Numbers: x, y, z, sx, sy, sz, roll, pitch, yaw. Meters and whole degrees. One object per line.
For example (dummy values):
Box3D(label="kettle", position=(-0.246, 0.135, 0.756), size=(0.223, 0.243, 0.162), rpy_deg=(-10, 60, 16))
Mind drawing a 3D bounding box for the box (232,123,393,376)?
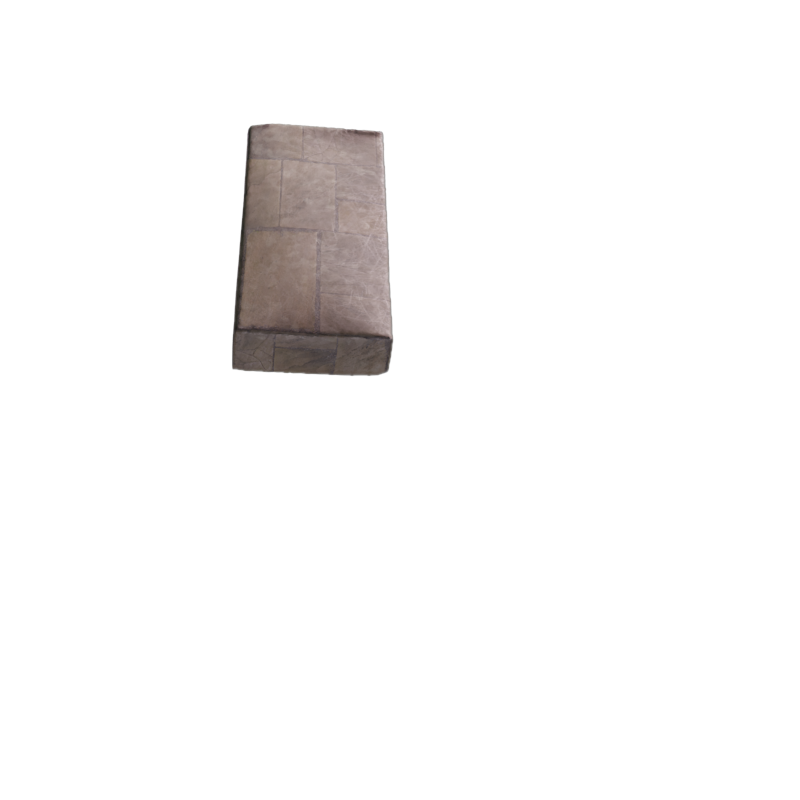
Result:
Box3D(label="box", position=(-0.054, -0.099, 0.693), size=(0.093, 0.189, 0.045), rpy_deg=(1, -37, -6))
